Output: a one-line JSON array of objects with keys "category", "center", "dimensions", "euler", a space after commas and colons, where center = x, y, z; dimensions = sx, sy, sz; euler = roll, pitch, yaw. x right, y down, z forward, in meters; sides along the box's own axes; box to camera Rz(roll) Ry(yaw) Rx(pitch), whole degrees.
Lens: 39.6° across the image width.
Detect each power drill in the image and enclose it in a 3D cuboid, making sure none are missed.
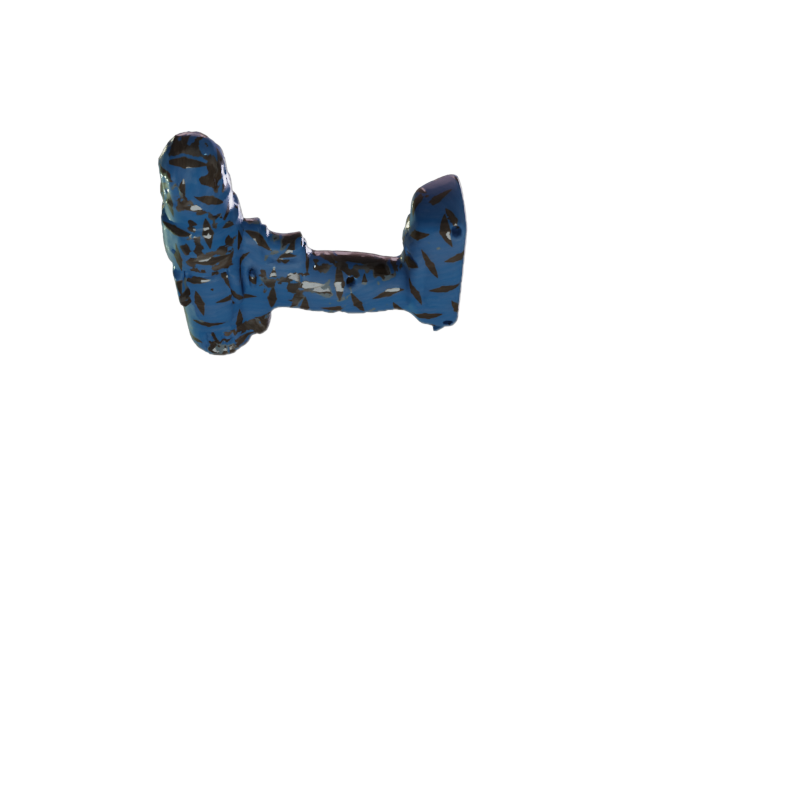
[{"category": "power drill", "center": [-0.055, -0.100, 0.701], "dimensions": [0.188, 0.061, 0.172], "euler": [-1, -36, 1]}]
